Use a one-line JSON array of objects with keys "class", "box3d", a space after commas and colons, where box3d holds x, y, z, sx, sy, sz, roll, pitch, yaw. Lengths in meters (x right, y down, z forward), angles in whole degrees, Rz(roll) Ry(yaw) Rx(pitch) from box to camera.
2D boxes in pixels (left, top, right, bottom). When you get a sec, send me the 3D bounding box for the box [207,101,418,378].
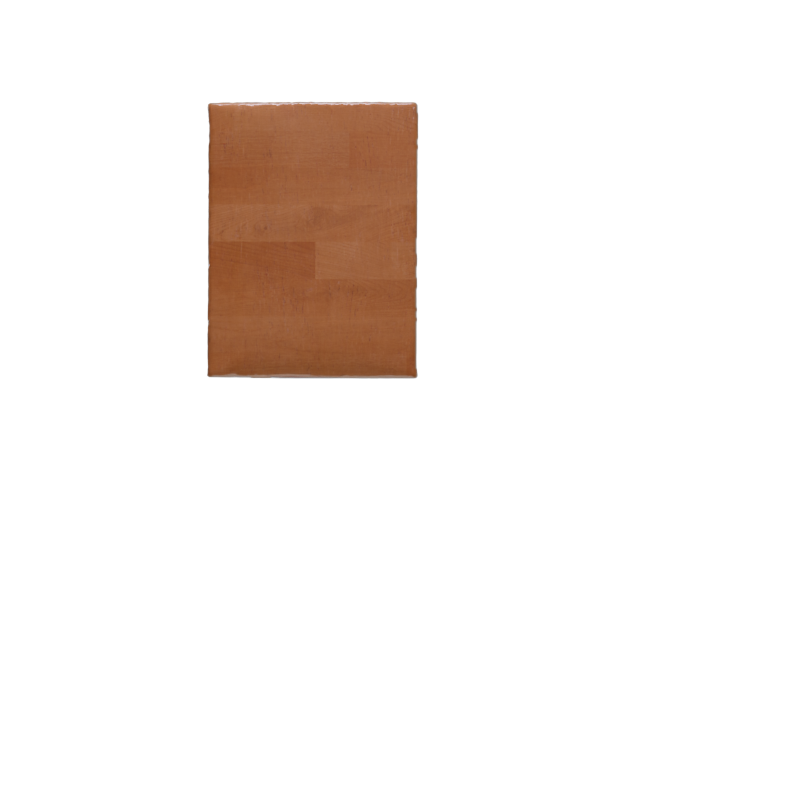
[{"class": "box", "box3d": [-0.069, -0.126, 0.881, 0.164, 0.215, 0.072, 0, -1, -1]}]
